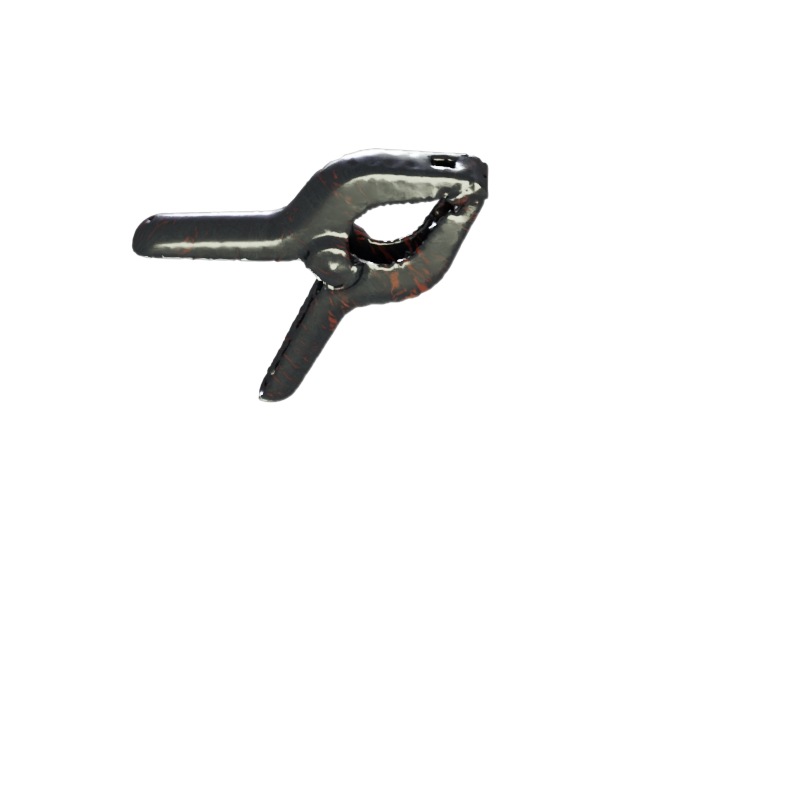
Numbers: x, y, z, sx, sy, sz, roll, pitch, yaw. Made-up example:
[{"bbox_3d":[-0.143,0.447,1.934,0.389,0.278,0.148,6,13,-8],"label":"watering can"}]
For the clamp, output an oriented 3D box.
[{"bbox_3d":[-0.042,-0.076,0.530,0.170,0.042,0.113,-35,-60,23],"label":"clamp"}]
